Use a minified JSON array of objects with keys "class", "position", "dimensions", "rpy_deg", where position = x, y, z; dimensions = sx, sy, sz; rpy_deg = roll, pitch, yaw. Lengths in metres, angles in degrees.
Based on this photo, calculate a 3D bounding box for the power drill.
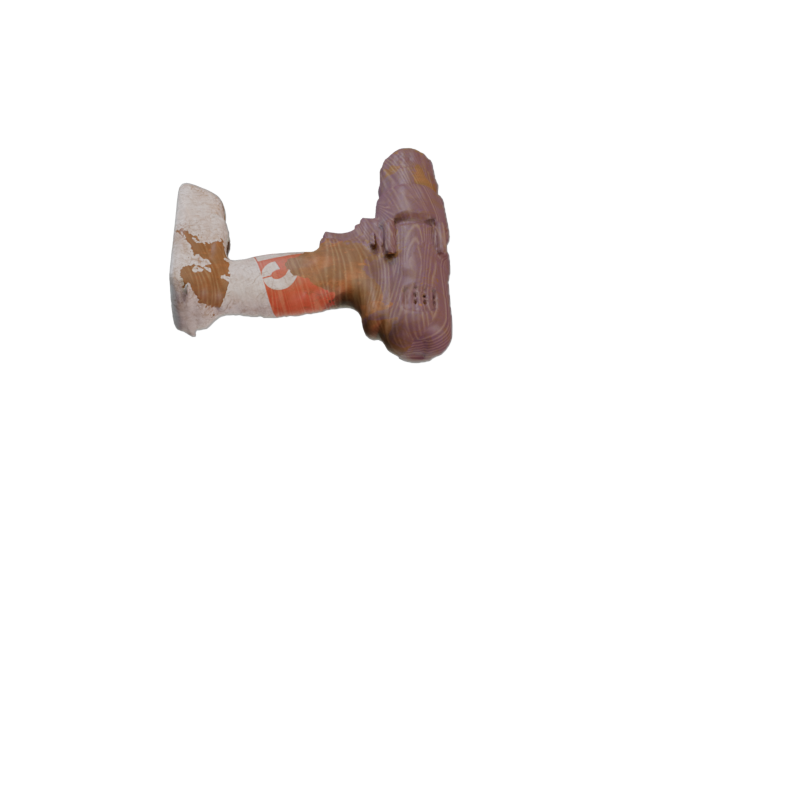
[{"class":"power drill","position":[-0.059,-0.108,0.756],"dimensions":[0.187,0.198,0.053],"rpy_deg":[-1,-42,-1]}]
